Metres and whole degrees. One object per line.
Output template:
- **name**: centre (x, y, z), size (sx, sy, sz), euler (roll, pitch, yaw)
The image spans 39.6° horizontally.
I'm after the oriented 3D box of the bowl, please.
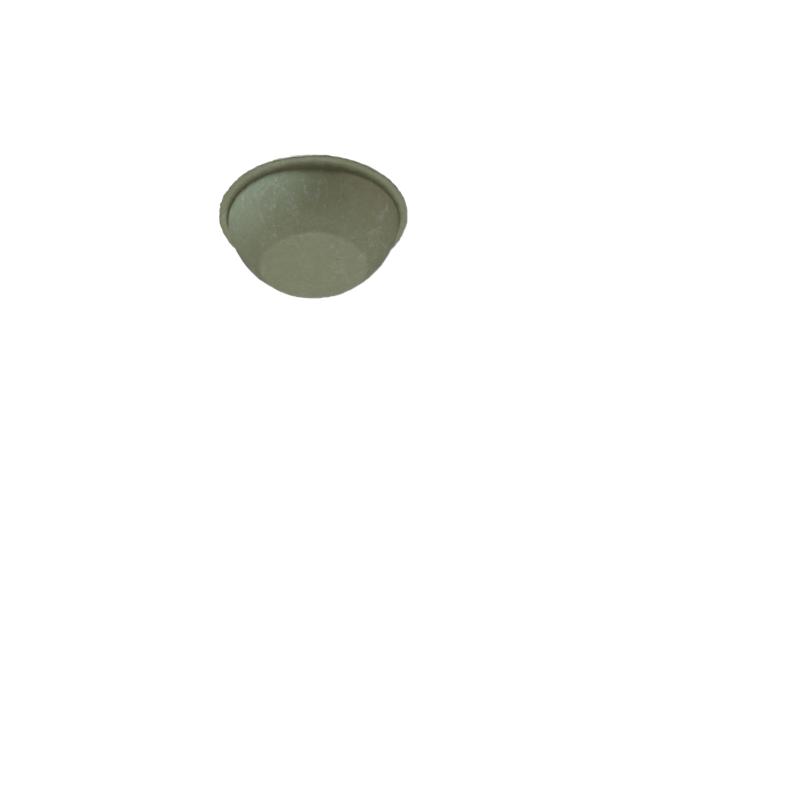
- **bowl**: centre (-0.073, -0.133, 0.934), size (0.162, 0.059, 0.152), euler (1, -33, -2)
